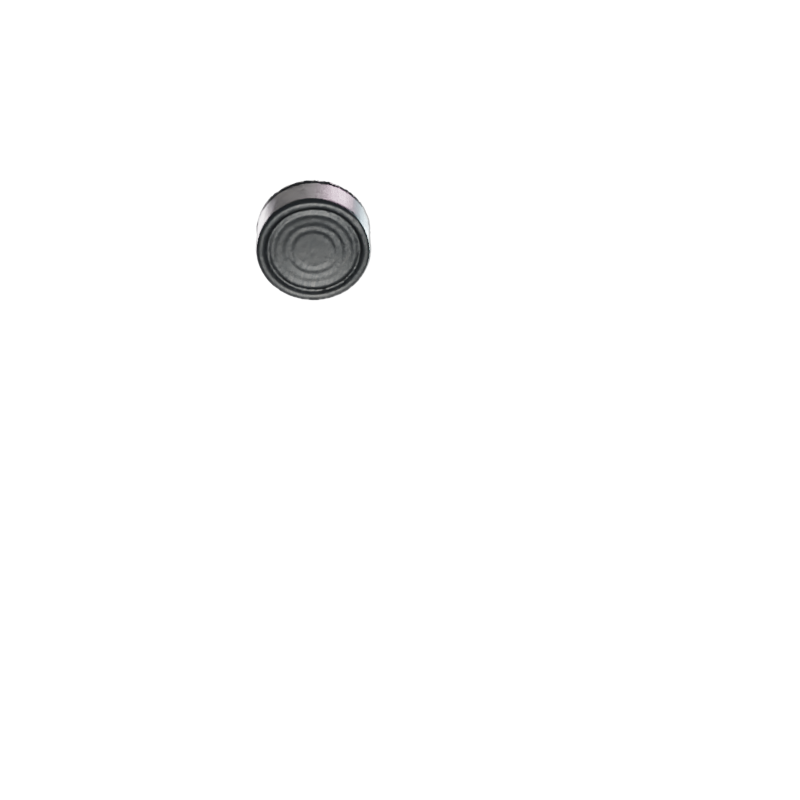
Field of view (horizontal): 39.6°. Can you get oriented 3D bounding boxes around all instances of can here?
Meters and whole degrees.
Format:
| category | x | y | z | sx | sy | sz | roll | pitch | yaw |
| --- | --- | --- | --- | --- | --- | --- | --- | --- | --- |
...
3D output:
| category | x | y | z | sx | sy | sz | roll | pitch | yaw |
| --- | --- | --- | --- | --- | --- | --- | --- | --- | --- |
| can | -0.064 | -0.117 | 0.821 | 0.086 | 0.081 | 0.036 | 1 | 31 | -1 |
